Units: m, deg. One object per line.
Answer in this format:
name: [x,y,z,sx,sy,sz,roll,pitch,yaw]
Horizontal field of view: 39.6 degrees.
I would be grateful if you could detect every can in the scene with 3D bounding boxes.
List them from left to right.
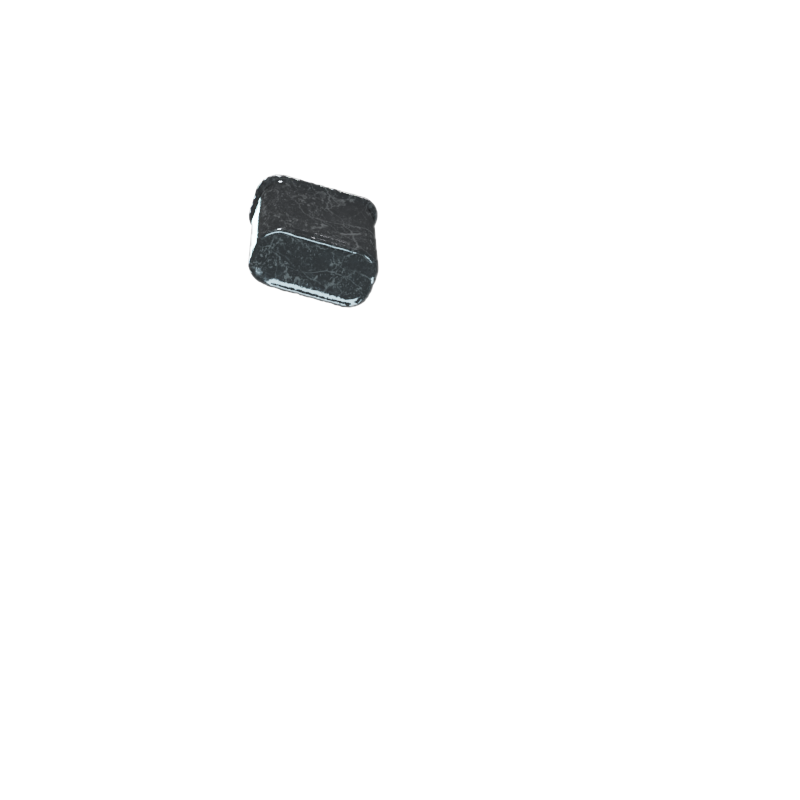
can: [-0.068,-0.124,0.866,0.100,0.055,0.089,14,34,-11]
